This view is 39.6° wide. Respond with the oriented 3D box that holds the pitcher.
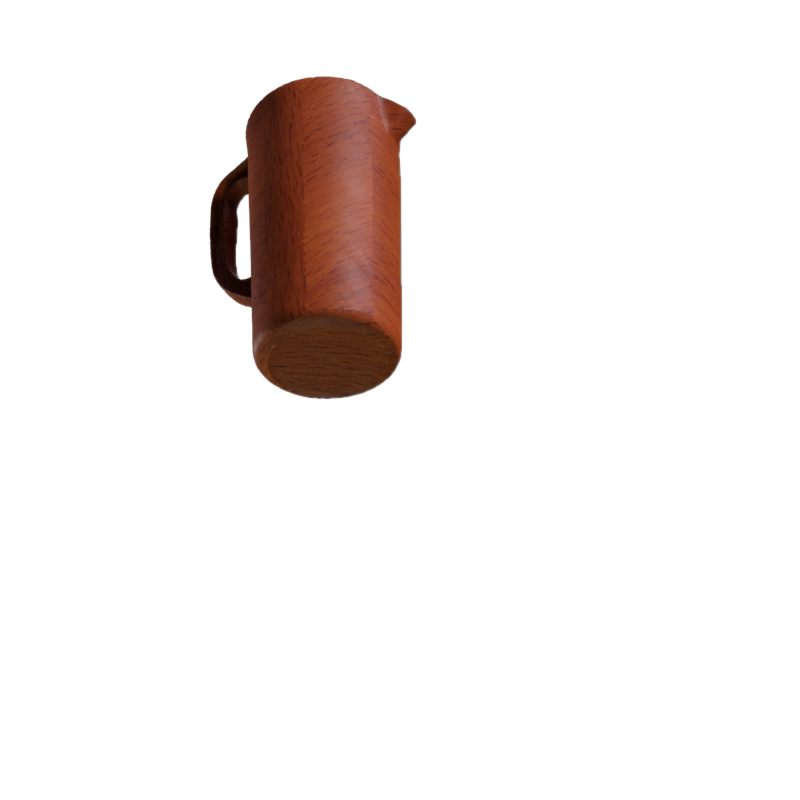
[{"bbox_3d":[-0.068,-0.125,0.873,0.141,0.261,0.143,11,-39,-17],"label":"pitcher"}]
